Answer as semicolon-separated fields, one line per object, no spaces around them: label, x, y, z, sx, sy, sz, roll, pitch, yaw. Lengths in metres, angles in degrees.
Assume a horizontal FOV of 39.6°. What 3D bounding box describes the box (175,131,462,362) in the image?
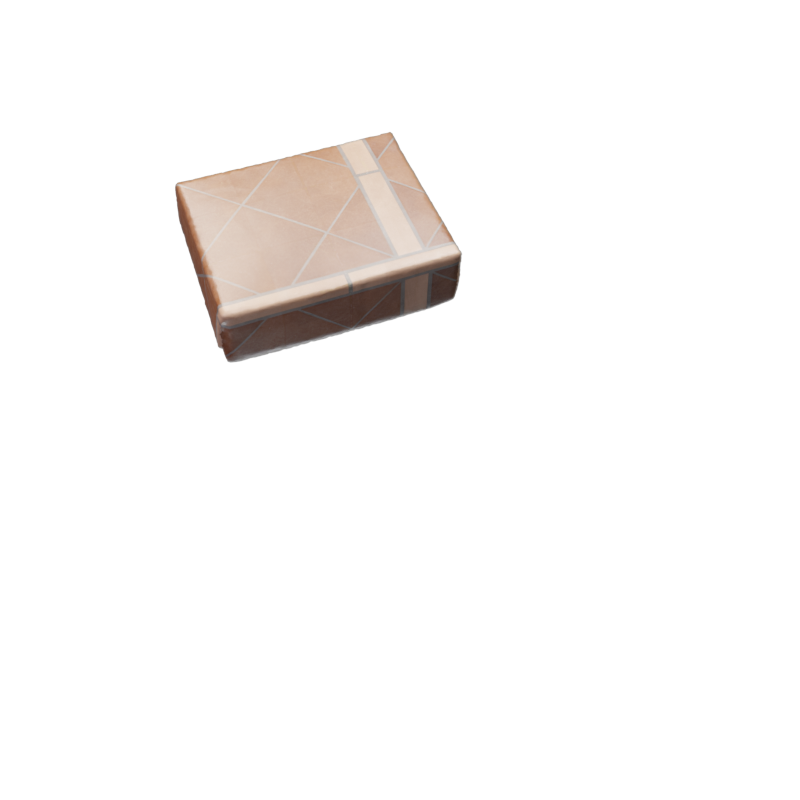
box;-0.040;-0.074;0.516;0.112;0.097;0.036;-15;-38;-13
